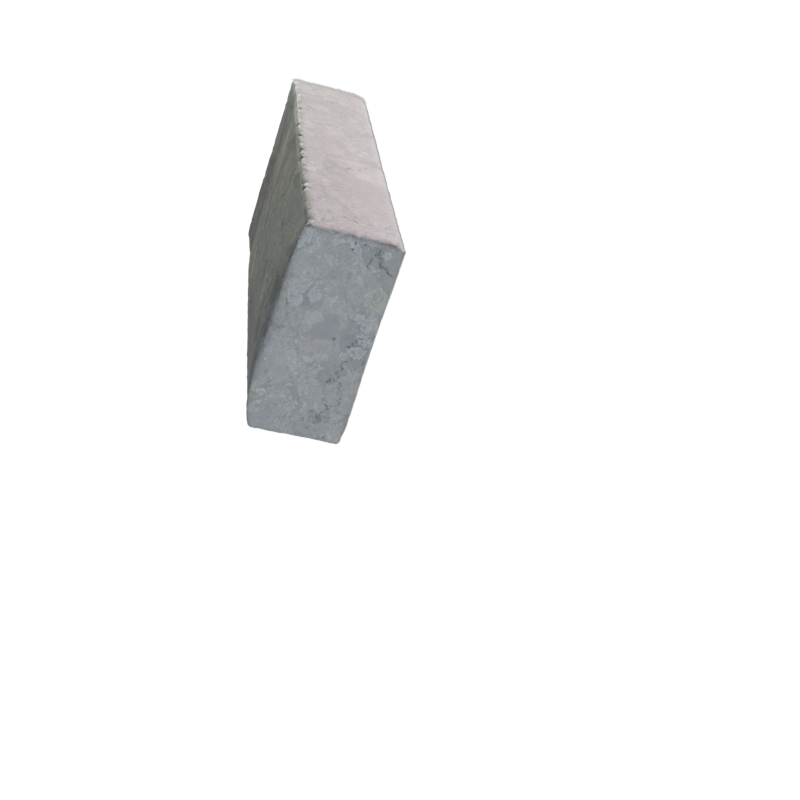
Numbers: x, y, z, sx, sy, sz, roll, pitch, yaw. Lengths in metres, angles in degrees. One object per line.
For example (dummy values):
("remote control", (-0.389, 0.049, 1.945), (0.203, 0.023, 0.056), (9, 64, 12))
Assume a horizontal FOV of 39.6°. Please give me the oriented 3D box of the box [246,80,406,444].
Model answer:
("box", (-0.039, -0.071, 0.497), (0.047, 0.089, 0.187), (14, 29, -13))
